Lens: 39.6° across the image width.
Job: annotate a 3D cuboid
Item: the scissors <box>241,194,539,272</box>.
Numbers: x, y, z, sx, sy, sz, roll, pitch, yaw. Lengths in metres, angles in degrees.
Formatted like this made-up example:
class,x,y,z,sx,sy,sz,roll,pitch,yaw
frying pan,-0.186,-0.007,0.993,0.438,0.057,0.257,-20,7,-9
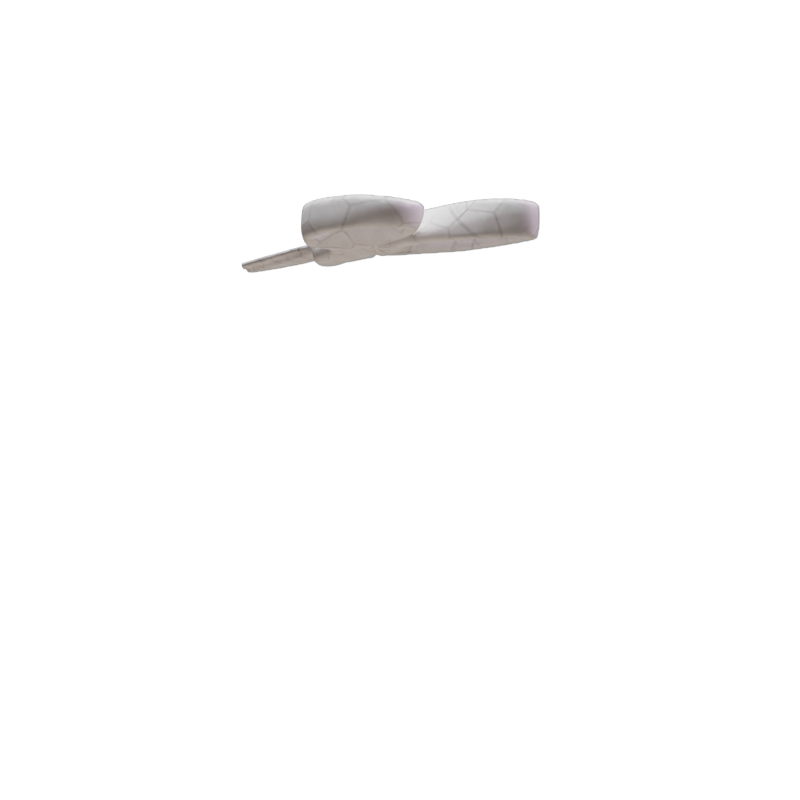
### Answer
class,x,y,z,sx,sy,sz,roll,pitch,yaw
scissors,-0.036,-0.066,0.464,0.208,0.016,0.092,0,0,45
